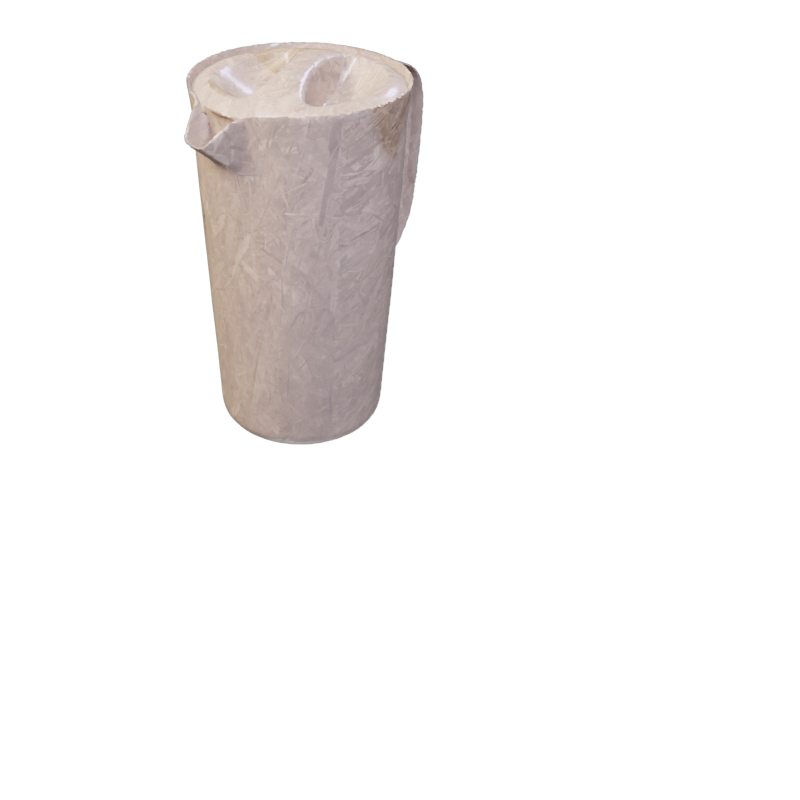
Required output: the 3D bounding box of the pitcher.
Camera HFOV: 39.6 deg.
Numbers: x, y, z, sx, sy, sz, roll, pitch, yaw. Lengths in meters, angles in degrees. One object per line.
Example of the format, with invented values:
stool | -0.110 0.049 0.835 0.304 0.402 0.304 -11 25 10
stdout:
pitcher | -0.056 -0.101 0.711 0.148 0.228 0.155 -1 32 -4
